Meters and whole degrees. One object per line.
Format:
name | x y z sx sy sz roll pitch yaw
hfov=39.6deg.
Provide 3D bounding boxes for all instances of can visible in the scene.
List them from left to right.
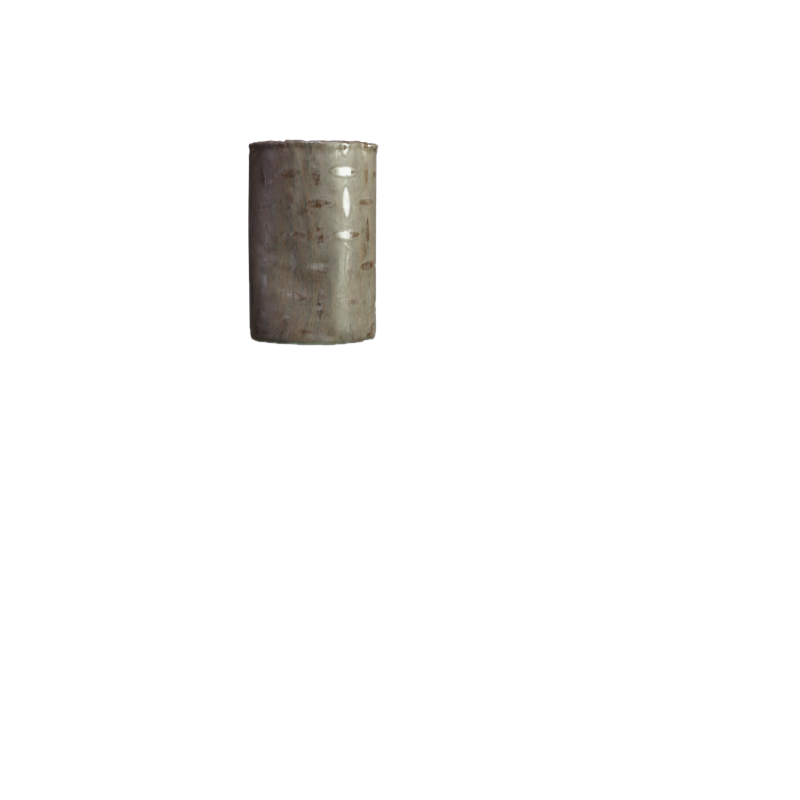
can | -0.045 -0.083 0.579 0.068 0.102 0.069 0 3 -2
